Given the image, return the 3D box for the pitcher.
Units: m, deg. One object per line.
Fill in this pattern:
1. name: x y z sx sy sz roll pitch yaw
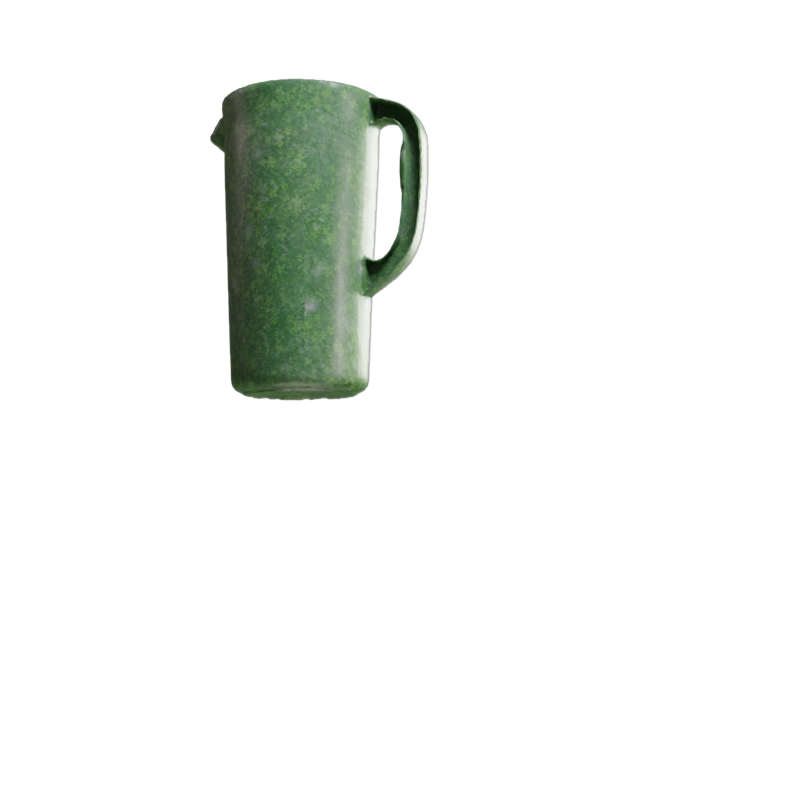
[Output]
1. pitcher: -0.069 -0.126 0.881 0.140 0.250 0.150 4 -11 -24
